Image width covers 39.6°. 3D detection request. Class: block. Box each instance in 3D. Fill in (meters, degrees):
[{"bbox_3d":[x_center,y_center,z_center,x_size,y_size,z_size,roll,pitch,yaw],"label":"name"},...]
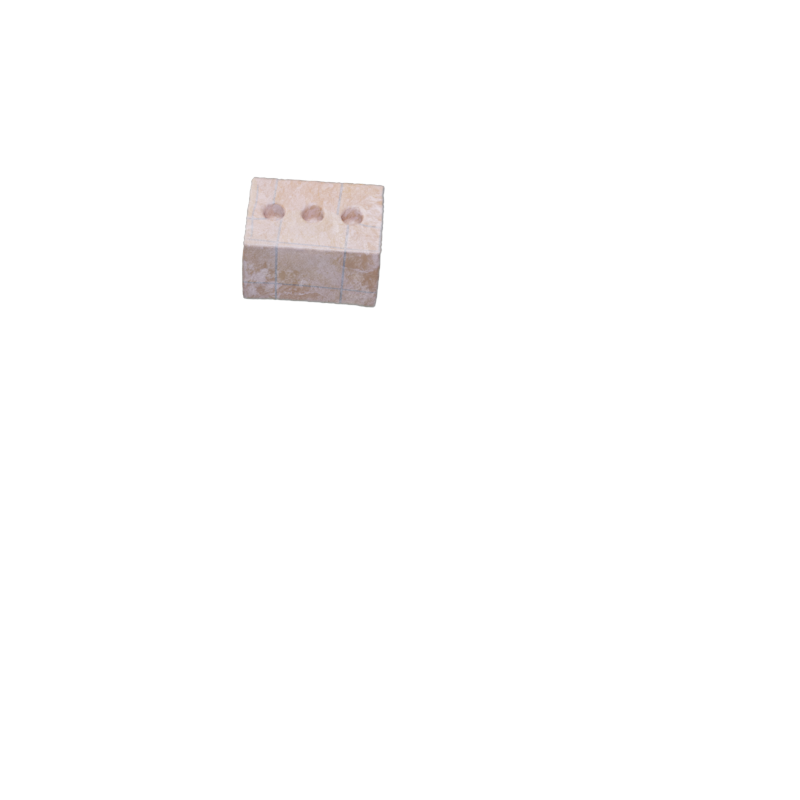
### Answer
[{"bbox_3d":[-0.050,-0.090,0.634,0.078,0.056,0.048,3,-35,1],"label":"block"}]
